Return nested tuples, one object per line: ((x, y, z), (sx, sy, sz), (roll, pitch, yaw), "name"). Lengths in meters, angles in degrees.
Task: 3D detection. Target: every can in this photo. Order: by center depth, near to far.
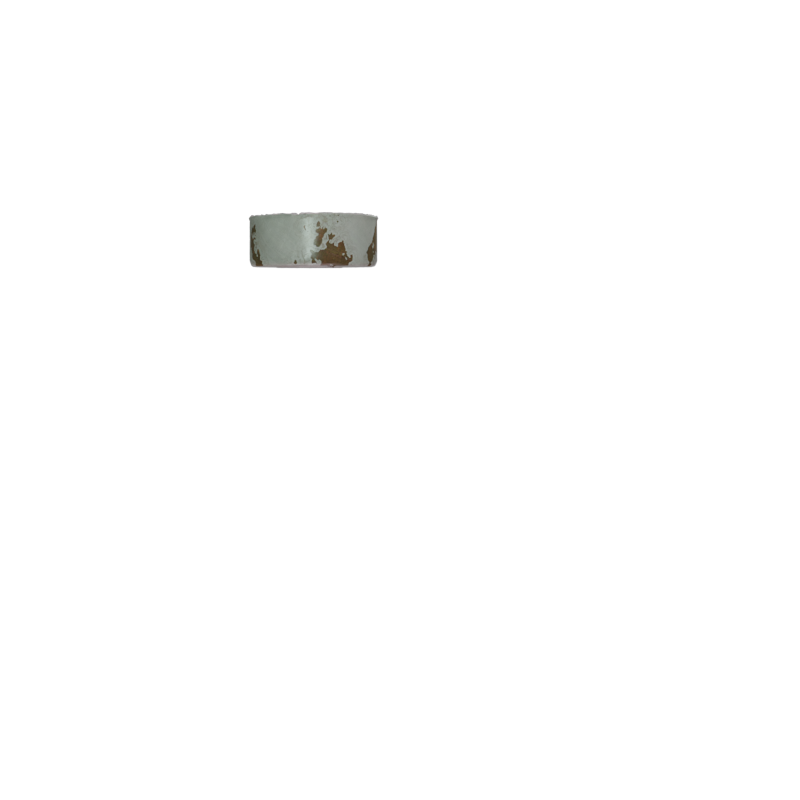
((-0.057, -0.105, 0.733), (0.086, 0.033, 0.086), (0, 4, -2), "can")
